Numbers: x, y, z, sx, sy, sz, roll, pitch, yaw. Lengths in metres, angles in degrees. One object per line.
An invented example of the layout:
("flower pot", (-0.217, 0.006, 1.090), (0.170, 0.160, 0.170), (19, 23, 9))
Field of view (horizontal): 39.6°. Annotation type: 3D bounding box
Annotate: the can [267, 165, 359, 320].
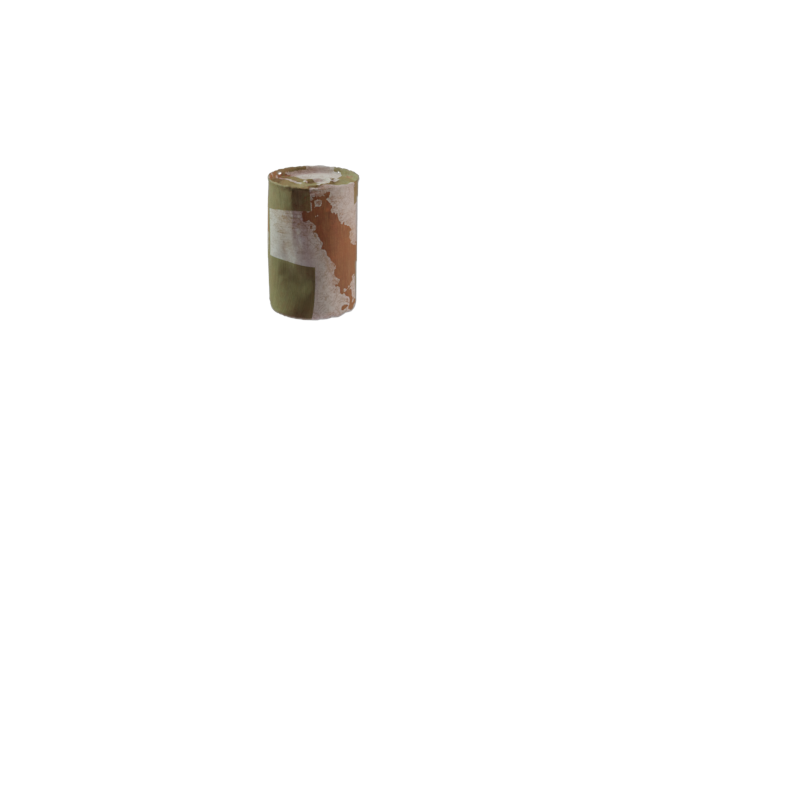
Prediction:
("can", (-0.065, -0.119, 0.831), (0.068, 0.098, 0.072), (0, 20, -2))
